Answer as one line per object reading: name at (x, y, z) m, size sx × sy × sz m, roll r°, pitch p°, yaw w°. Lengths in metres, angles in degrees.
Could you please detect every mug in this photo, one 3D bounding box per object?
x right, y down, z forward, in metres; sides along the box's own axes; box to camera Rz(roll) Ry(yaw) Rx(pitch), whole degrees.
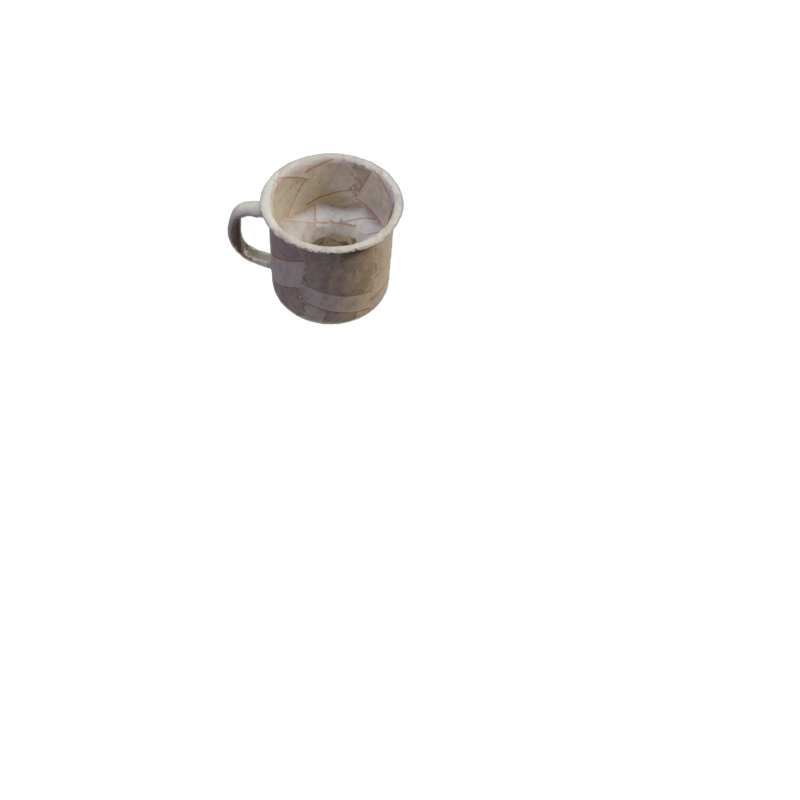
mug at (-0.058, -0.107, 0.747) m, size 0.118 × 0.099 × 0.076 m, roll 5°, pitch -40°, yaw 3°
